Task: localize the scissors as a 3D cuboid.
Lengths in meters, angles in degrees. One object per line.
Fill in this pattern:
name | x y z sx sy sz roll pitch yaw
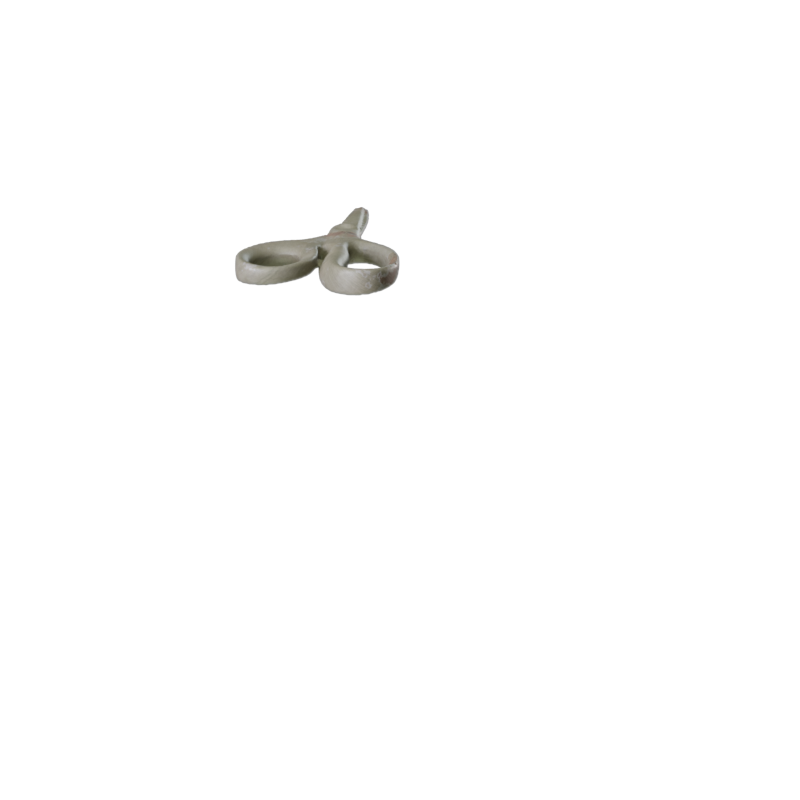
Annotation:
scissors | -0.051 -0.093 0.650 0.095 0.015 0.211 -3 19 -9
